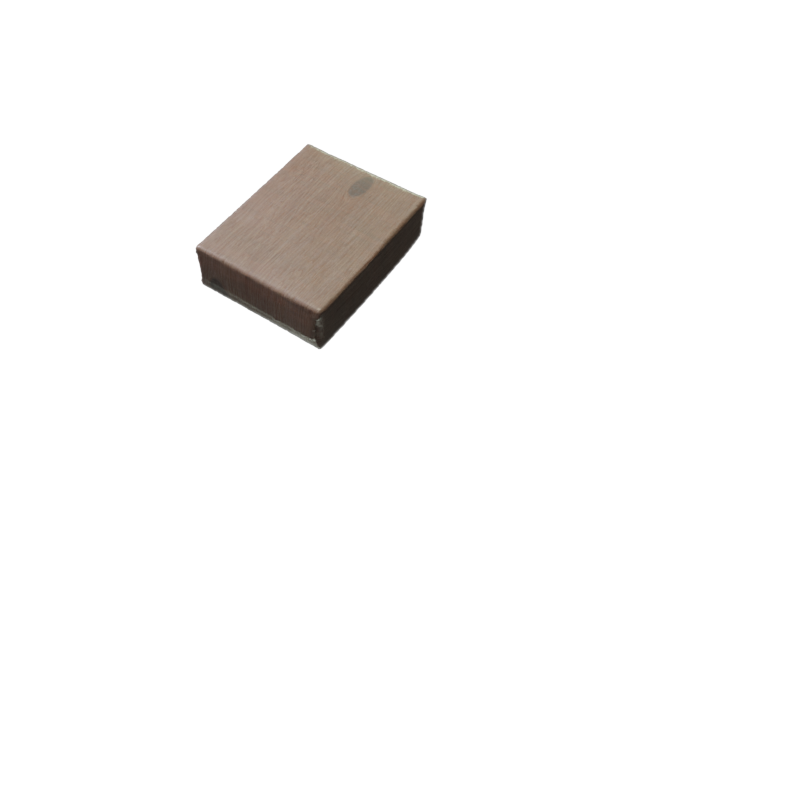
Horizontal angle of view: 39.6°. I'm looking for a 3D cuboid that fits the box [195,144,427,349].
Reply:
[{"bbox_3d":[-0.052,-0.094,0.660,0.094,0.036,0.116,27,54,21],"label":"box"}]
